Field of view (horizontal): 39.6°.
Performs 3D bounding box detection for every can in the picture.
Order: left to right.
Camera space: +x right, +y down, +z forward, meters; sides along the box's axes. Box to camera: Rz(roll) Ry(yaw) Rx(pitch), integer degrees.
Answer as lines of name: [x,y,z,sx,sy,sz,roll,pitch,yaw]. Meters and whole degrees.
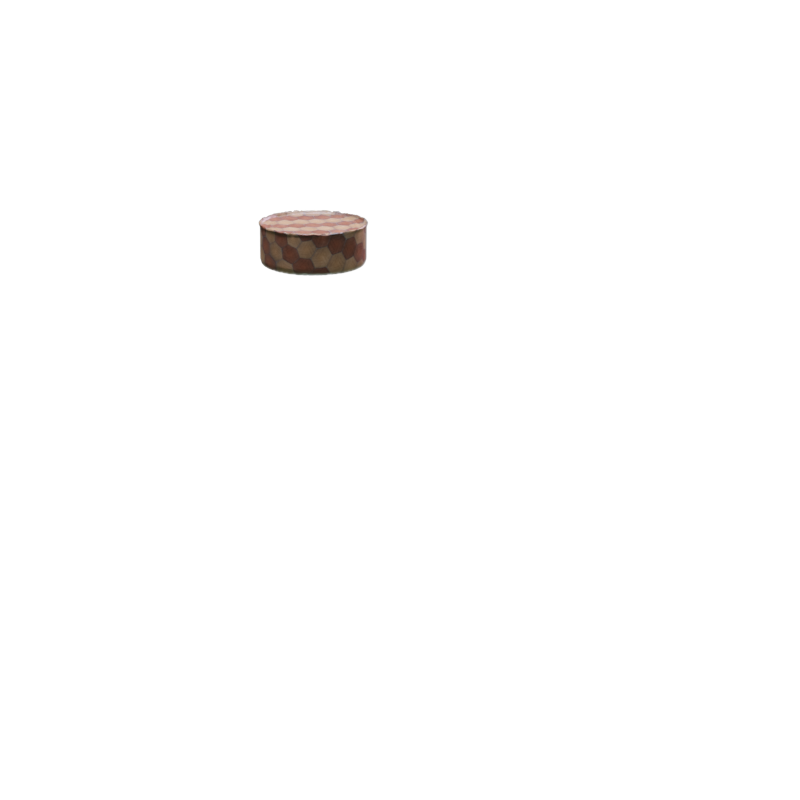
can: [-0.069,-0.125,0.875,0.086,0.032,0.090,-1,20,-2]
